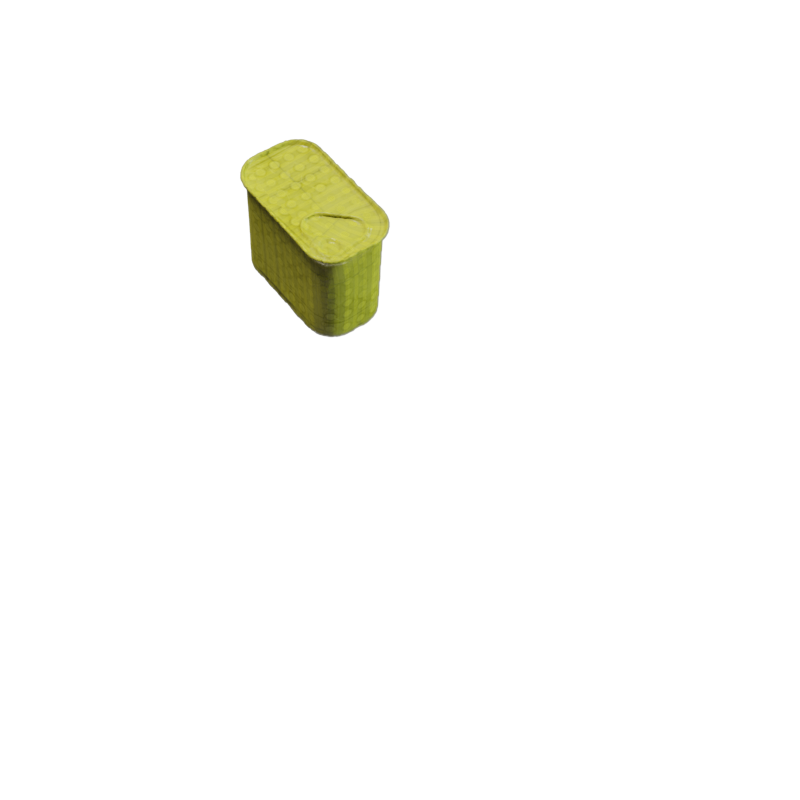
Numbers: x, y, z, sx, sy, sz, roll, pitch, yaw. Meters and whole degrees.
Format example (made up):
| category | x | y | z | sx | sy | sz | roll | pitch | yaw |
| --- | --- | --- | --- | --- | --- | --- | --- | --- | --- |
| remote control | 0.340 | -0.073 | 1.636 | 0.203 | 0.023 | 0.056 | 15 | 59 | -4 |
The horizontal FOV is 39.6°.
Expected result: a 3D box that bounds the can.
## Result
| category | x | y | z | sx | sy | sz | roll | pitch | yaw |
| --- | --- | --- | --- | --- | --- | --- | --- | --- | --- |
| can | -0.055 | -0.100 | 0.702 | 0.057 | 0.109 | 0.078 | -29 | -31 | -22 |
